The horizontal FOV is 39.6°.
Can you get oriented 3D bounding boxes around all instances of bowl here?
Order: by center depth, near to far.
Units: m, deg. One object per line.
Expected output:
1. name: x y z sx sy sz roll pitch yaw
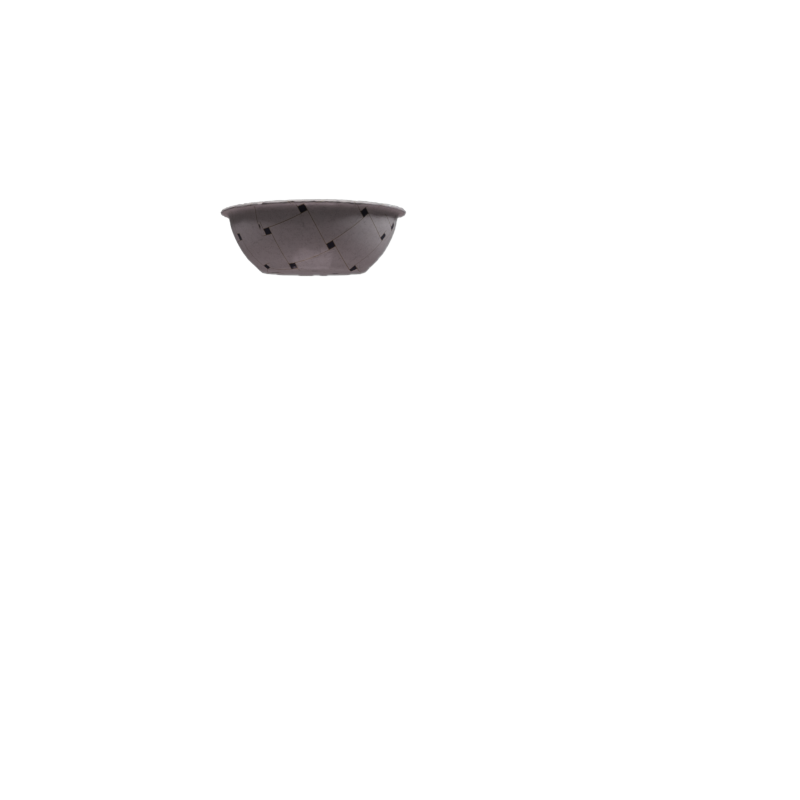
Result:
1. bowl: -0.076 -0.138 0.965 0.162 0.055 0.162 0 2 -2
